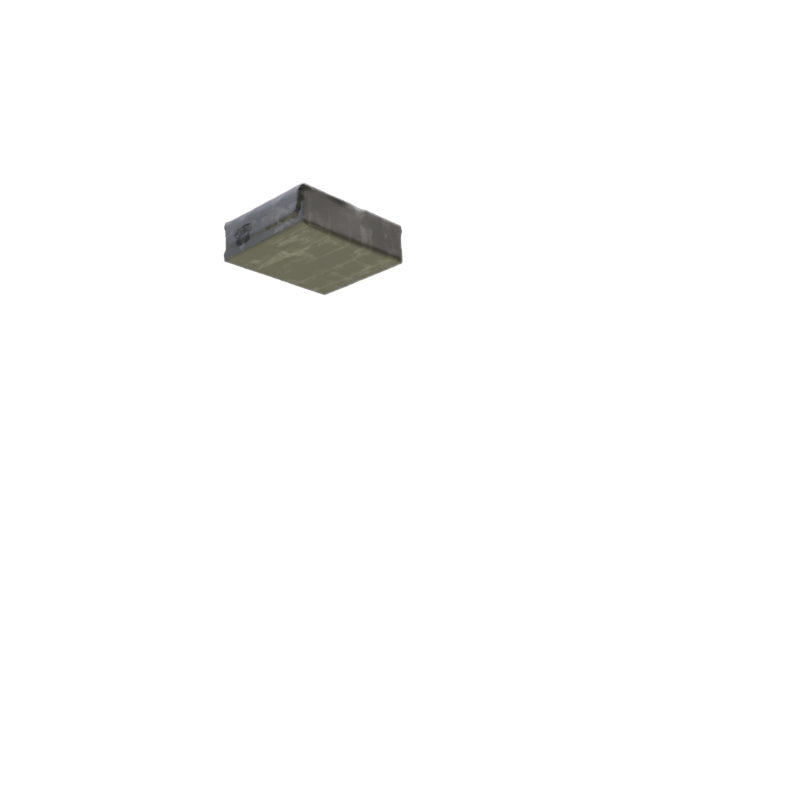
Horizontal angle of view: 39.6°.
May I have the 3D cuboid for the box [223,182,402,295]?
[{"bbox_3d":[-0.054,-0.099,0.694,0.084,0.032,0.074,18,-26,-41],"label":"box"}]
